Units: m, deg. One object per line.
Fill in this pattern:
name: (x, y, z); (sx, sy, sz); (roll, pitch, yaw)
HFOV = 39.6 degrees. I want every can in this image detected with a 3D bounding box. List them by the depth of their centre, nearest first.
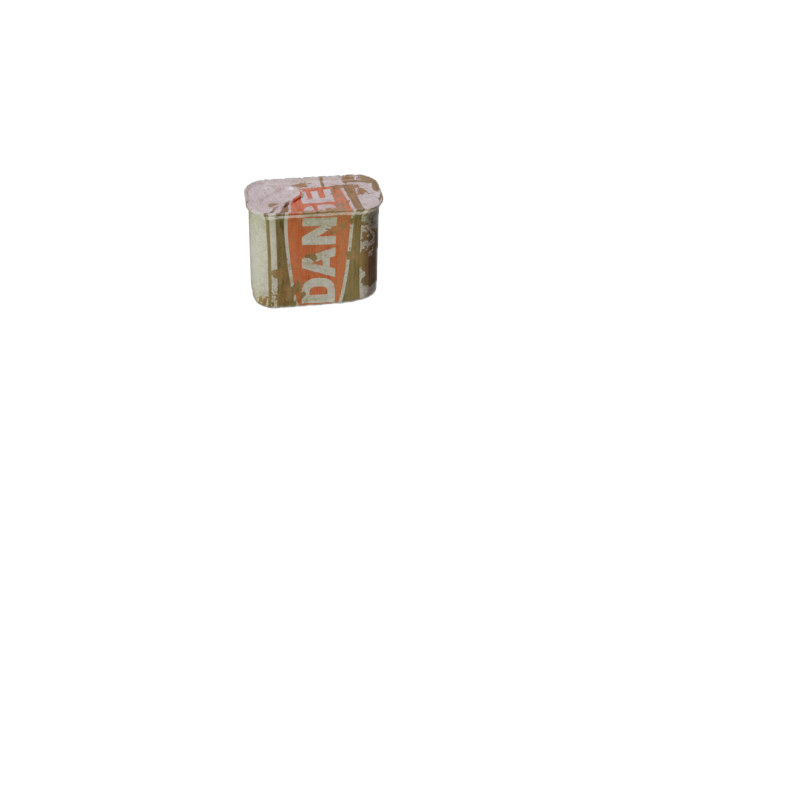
can: (-0.066, -0.120, 0.843); (0.101, 0.079, 0.062); (-4, 33, -8)
